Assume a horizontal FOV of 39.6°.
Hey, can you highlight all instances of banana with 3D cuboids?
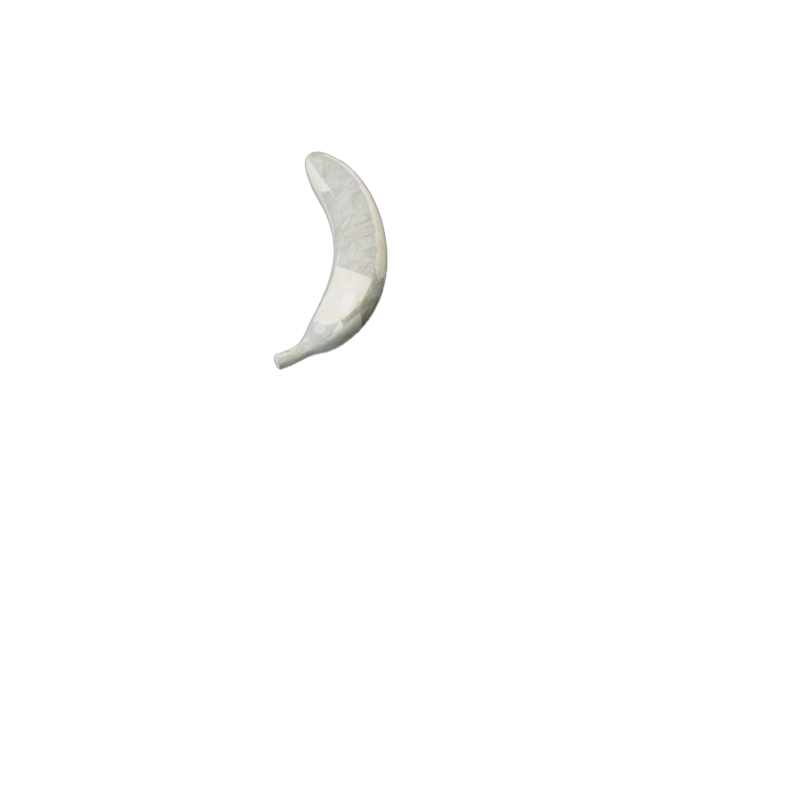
[{"bbox_3d":[-0.043,-0.106,0.775,0.070,0.211,0.034,3,-40,2],"label":"banana"}]
